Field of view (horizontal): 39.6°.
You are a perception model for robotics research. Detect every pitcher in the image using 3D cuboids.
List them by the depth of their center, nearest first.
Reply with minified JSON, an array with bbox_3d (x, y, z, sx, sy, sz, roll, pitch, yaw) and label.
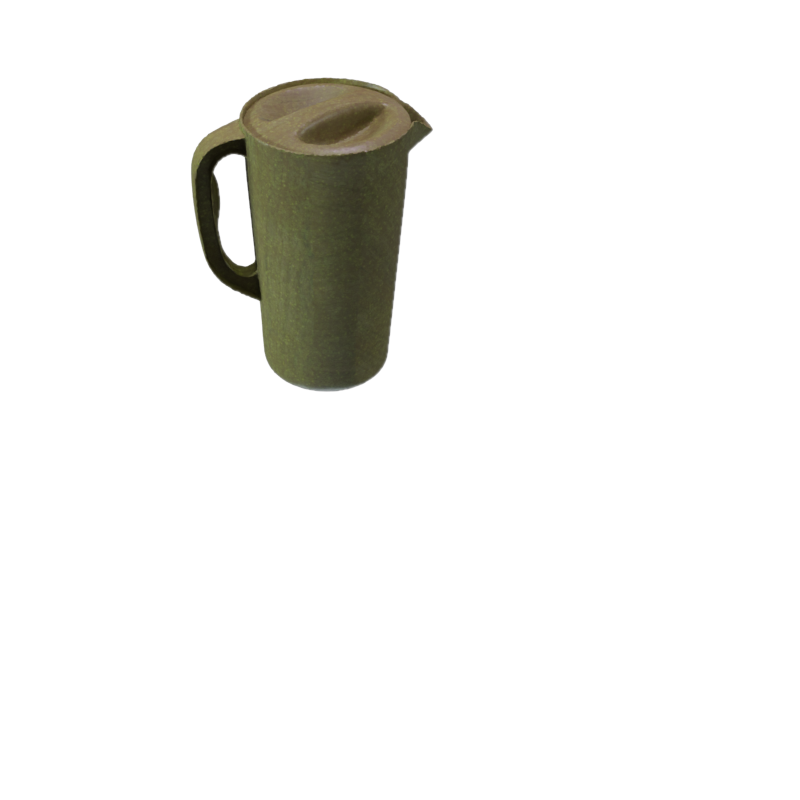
[{"bbox_3d":[-0.071,-0.129,0.901,0.156,0.227,0.148,20,39,23],"label":"pitcher"}]
